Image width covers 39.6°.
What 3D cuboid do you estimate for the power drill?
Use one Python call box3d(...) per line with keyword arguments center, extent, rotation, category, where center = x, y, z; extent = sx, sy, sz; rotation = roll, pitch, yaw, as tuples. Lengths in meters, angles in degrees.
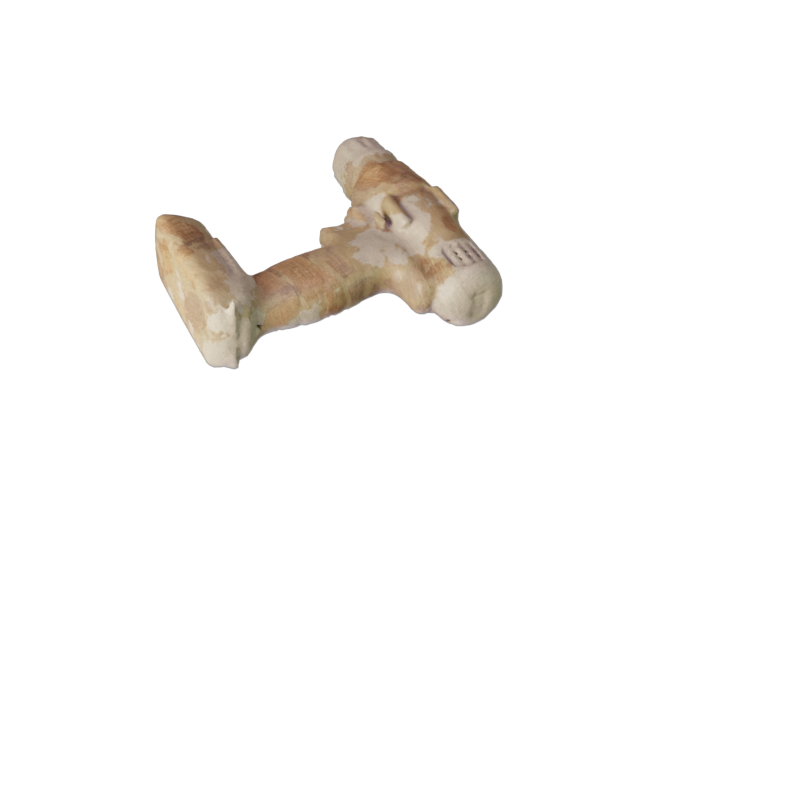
box3d(center=(-0.055, -0.100, 0.699), extent=(0.185, 0.053, 0.200), rotation=(-17, 44, -19), category="power drill")
